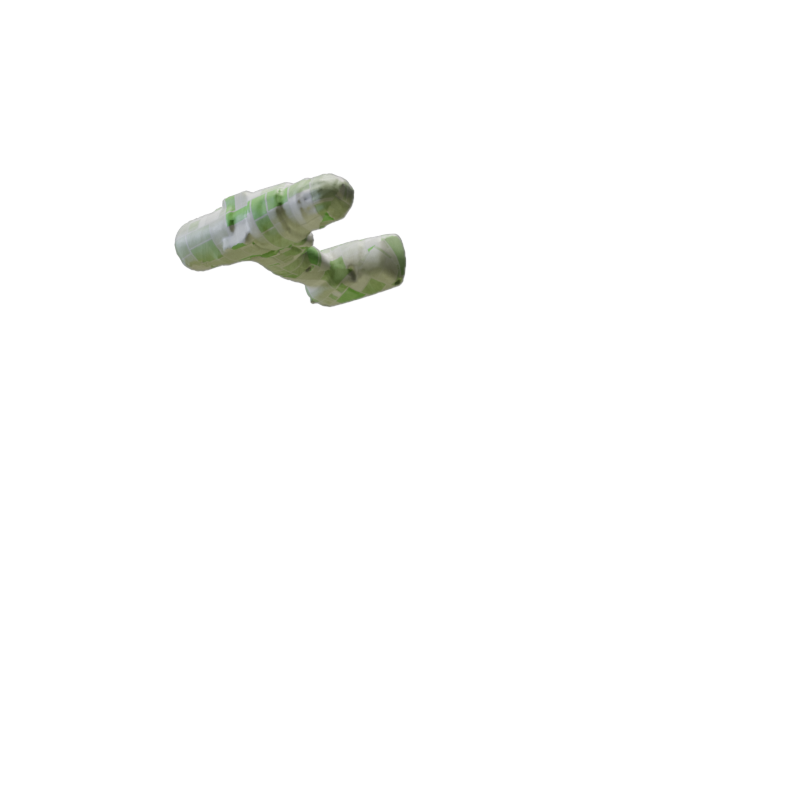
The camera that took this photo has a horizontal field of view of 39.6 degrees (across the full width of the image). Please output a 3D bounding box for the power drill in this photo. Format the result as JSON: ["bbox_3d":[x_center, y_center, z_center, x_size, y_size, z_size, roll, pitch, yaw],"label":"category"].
[{"bbox_3d":[-0.077,-0.140,0.983,0.188,0.060,0.176,-11,-18,36],"label":"power drill"}]
